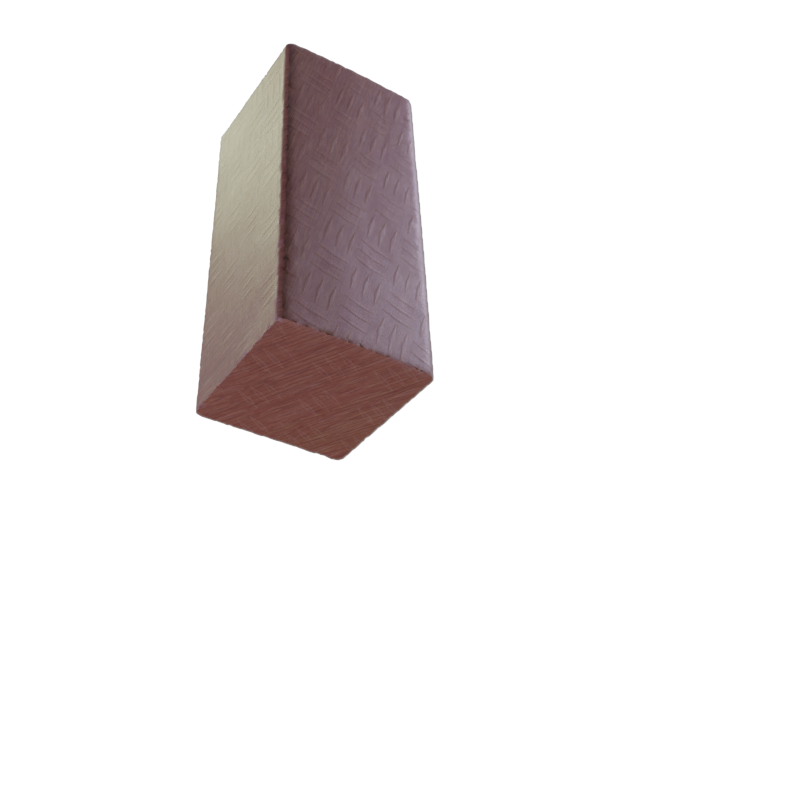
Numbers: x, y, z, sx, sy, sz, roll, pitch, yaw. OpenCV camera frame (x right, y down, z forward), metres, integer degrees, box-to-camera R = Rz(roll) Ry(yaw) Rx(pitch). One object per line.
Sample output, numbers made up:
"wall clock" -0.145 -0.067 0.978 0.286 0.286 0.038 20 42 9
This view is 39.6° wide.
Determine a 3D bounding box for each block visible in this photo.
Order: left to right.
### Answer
"block" -0.047 -0.087 0.613 0.086 0.221 0.088 21 -45 -26
